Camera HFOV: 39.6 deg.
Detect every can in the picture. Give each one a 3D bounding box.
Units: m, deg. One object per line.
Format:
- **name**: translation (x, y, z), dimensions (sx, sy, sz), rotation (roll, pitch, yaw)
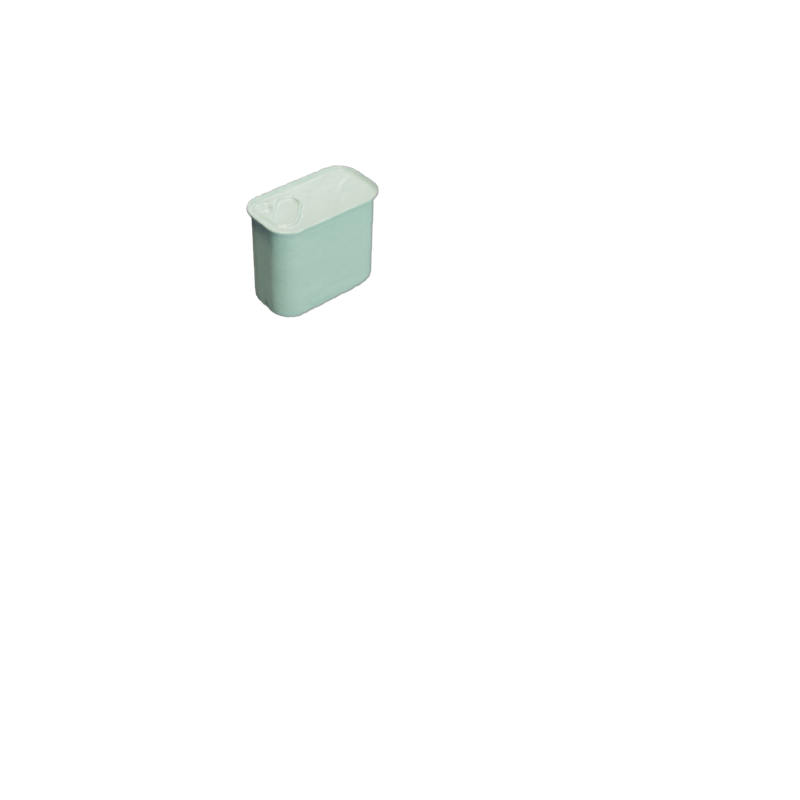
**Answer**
- **can**: translation (-0.068, -0.123, 0.863), dimensions (0.102, 0.078, 0.062), rotation (-28, 48, -31)
